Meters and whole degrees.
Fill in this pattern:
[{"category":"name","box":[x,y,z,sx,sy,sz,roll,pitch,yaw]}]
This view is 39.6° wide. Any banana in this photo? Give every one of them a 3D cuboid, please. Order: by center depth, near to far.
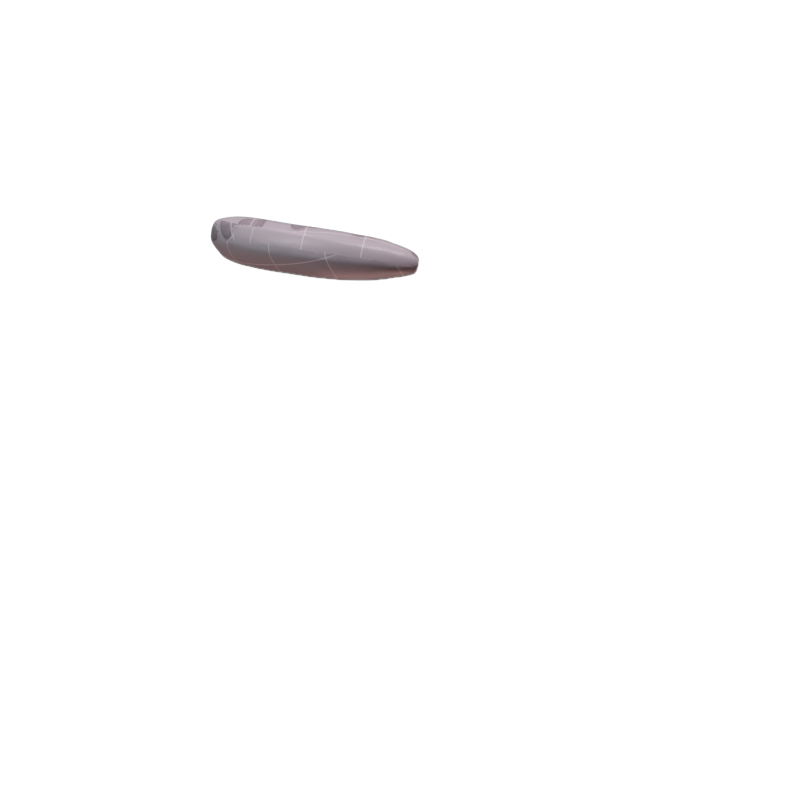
[{"category":"banana","box":[-0.081,-0.118,0.842,0.209,0.035,0.068,16,24,39]}]
